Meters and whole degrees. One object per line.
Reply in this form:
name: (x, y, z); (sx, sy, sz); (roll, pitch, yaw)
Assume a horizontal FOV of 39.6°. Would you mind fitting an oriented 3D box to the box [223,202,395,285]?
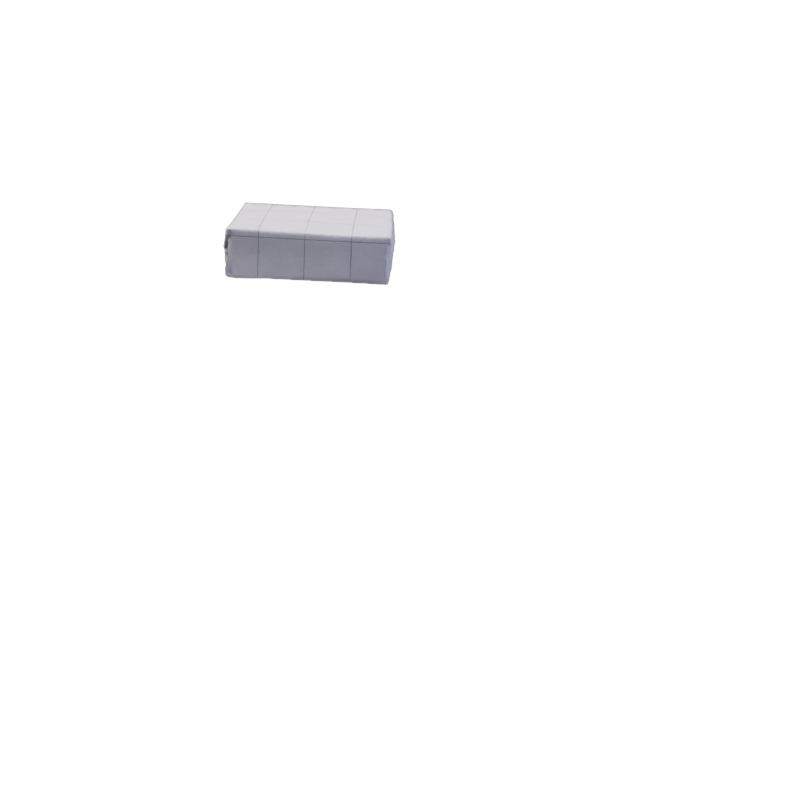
box: (-0.061, -0.111, 0.774); (0.114, 0.037, 0.093); (1, 19, 3)
